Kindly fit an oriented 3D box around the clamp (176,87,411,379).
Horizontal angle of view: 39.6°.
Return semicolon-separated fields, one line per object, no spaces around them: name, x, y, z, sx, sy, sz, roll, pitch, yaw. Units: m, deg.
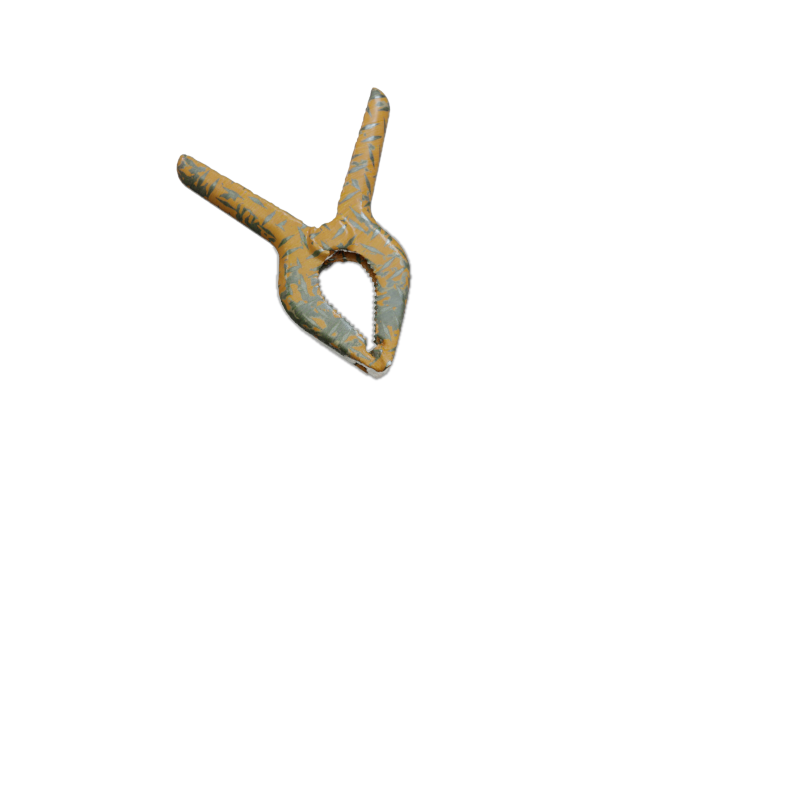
clamp;-0.062;-0.113;0.790;0.164;0.220;0.035;-15;-17;-5
